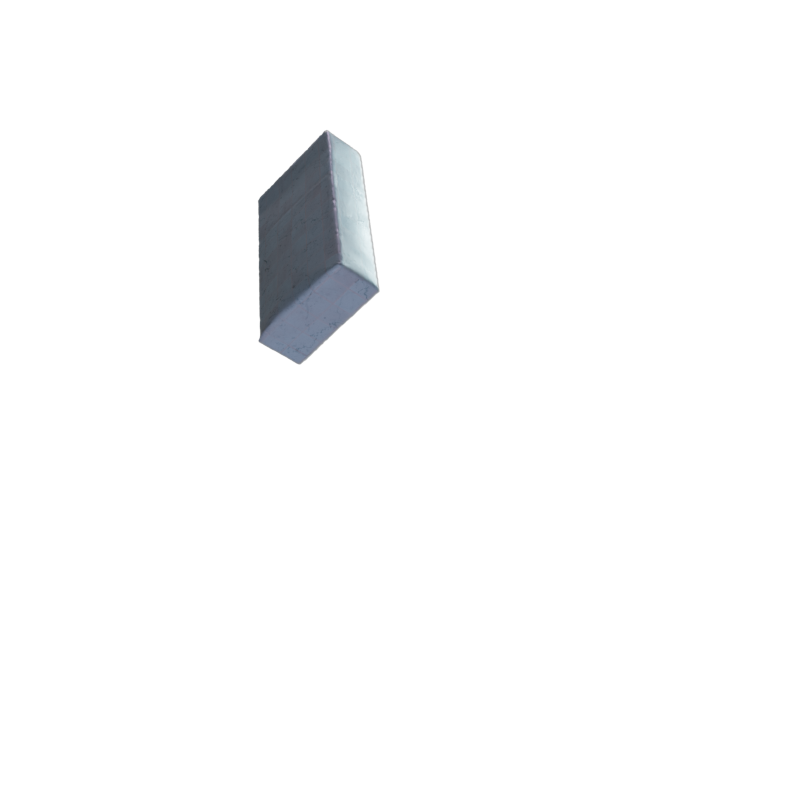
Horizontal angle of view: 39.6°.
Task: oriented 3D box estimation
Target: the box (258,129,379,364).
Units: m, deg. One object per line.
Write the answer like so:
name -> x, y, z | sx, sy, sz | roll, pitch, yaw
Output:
box -> -0.066, -0.121, 0.846 | 0.045, 0.189, 0.092 | 33, -59, -28
